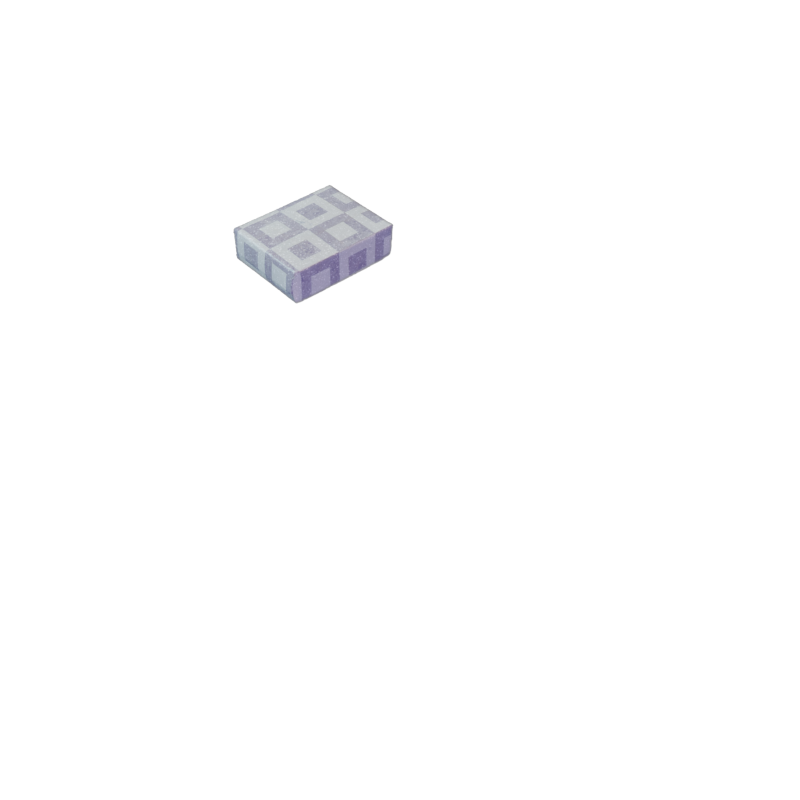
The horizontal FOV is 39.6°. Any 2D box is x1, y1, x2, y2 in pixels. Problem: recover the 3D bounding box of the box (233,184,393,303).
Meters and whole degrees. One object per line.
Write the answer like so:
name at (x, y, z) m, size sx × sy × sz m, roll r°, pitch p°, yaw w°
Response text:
box at (-0.077, -0.140, 0.980) m, size 0.113 × 0.036 × 0.096 m, roll -28°, pitch 47°, yaw -30°
